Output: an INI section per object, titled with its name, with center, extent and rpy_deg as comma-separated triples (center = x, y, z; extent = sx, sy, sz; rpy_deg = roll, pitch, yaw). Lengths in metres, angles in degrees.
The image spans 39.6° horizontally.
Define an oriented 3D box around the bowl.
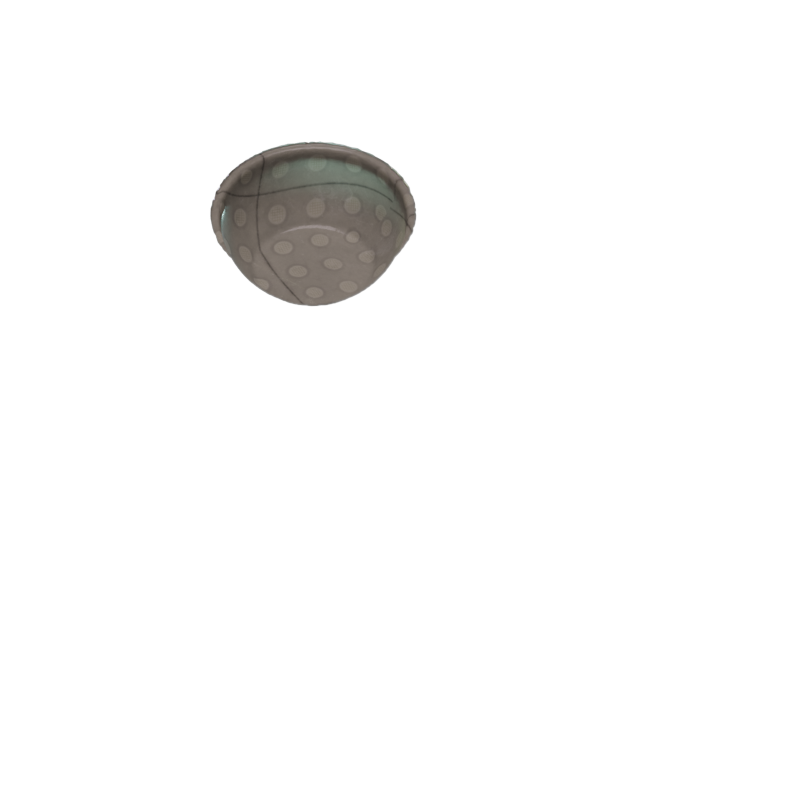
[bowl]
center = -0.067, -0.122, 0.856
extent = 0.162, 0.059, 0.151
rpy_deg = 1, -39, -1
